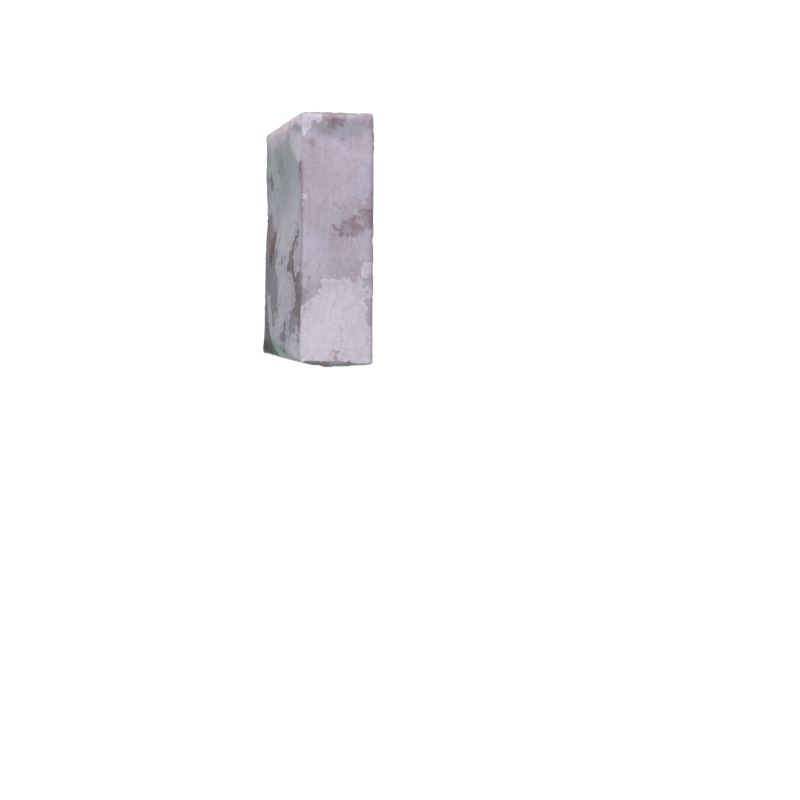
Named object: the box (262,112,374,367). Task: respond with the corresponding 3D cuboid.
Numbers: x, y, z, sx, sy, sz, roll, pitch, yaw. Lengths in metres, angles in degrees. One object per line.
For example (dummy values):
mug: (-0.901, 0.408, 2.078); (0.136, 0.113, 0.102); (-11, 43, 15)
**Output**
box: (-0.078, -0.142, 0.997); (0.070, 0.214, 0.168); (0, 1, -17)
